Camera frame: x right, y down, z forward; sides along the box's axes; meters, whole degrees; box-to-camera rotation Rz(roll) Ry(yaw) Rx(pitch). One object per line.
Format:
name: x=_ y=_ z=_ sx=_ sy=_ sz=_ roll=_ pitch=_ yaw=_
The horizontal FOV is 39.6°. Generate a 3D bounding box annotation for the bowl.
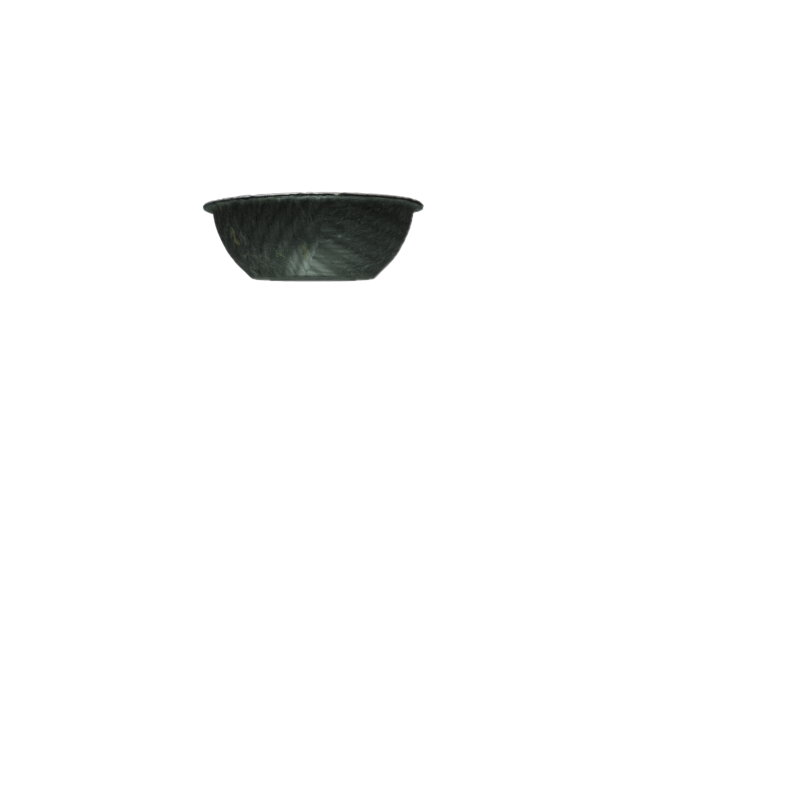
bowl: x=-0.063 y=-0.116 z=0.810 sx=0.162 sy=0.055 sz=0.162 roll=0 pitch=3 yaw=-2
